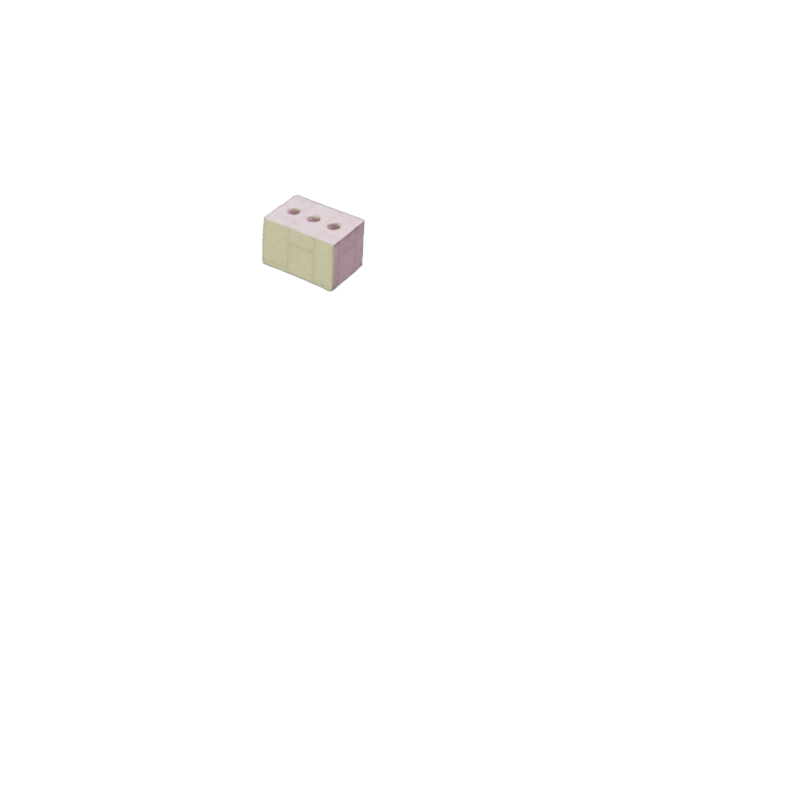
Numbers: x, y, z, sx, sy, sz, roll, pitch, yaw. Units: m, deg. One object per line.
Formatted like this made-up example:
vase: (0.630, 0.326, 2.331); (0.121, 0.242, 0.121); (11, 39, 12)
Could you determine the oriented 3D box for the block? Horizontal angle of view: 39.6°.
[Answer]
block: (-0.078, -0.141, 0.990); (0.082, 0.048, 0.054); (23, 42, 26)
